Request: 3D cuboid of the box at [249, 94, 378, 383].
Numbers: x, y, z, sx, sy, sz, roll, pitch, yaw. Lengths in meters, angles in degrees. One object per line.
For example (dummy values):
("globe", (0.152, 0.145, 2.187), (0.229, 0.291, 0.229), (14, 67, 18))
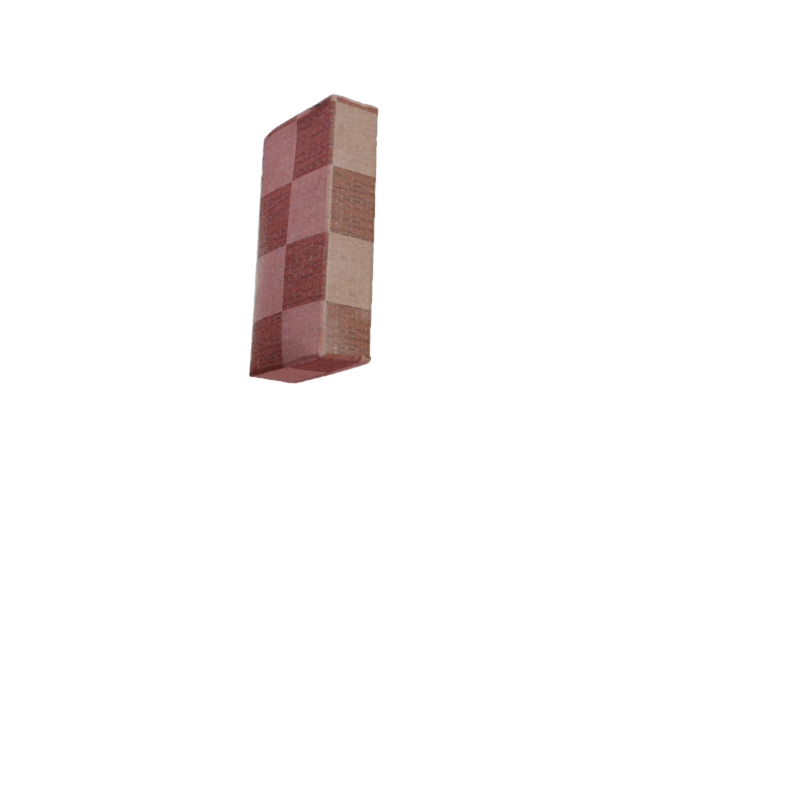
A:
("box", (-0.058, -0.106, 0.740), (0.046, 0.183, 0.094), (10, -18, -35))
